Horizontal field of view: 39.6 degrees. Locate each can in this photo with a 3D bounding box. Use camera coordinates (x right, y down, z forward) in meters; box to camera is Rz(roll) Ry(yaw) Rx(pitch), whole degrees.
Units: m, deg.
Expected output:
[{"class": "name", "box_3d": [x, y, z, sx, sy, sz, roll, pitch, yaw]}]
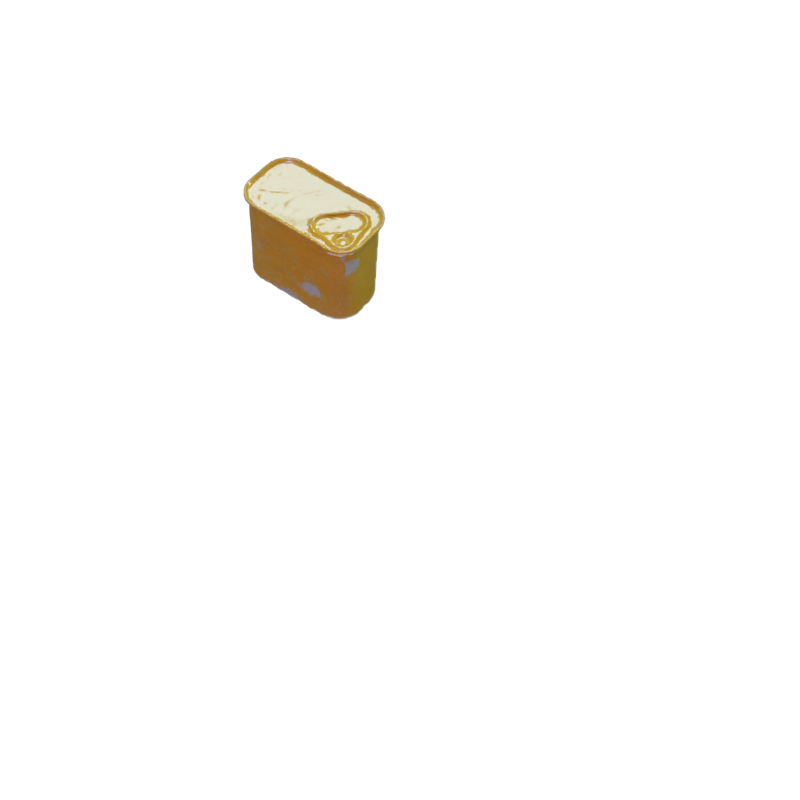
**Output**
[{"class": "can", "box_3d": [-0.063, -0.116, 0.812, 0.107, 0.078, 0.059, 32, 58, 21]}]
